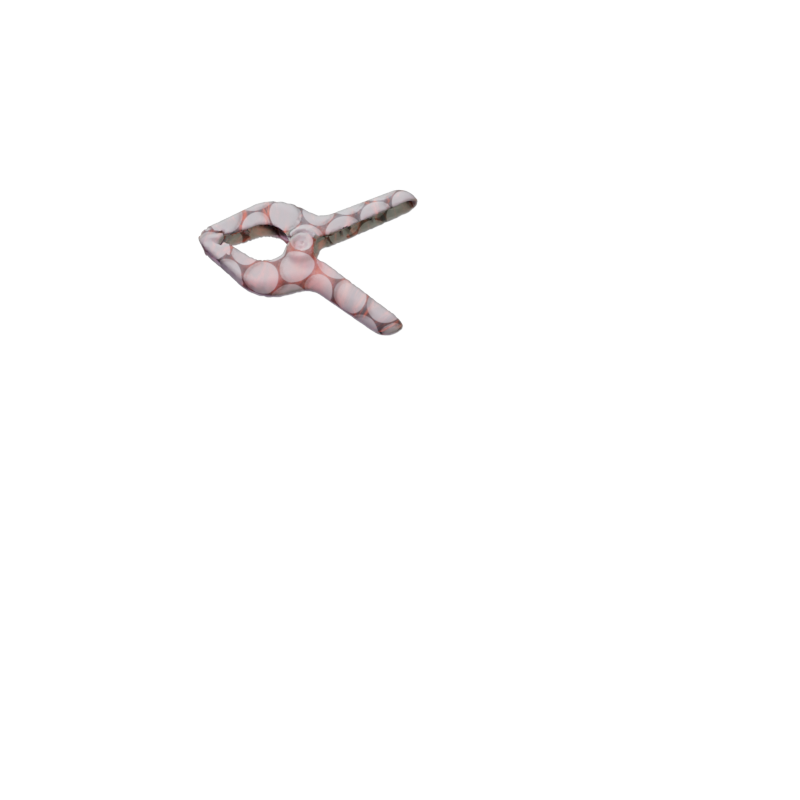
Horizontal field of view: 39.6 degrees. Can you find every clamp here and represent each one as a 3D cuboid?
[{"bbox_3d":[-0.068,-0.124,0.869,0.174,0.126,0.037,15,-28,8],"label":"clamp"}]
